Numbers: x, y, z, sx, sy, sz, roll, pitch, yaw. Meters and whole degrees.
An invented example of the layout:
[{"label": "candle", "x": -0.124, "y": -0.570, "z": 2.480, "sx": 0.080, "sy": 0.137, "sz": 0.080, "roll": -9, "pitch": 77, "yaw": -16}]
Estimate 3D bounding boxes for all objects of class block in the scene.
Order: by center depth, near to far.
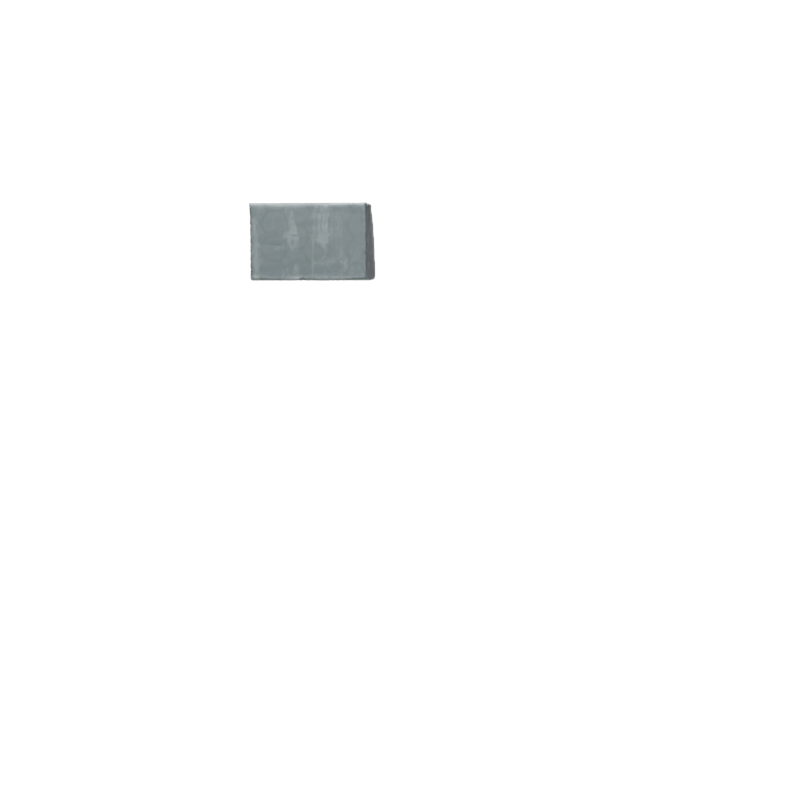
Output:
[{"label": "block", "x": -0.057, "y": -0.105, "z": 0.734, "sx": 0.079, "sy": 0.051, "sz": 0.052, "roll": 1, "pitch": 3, "yaw": 6}]
